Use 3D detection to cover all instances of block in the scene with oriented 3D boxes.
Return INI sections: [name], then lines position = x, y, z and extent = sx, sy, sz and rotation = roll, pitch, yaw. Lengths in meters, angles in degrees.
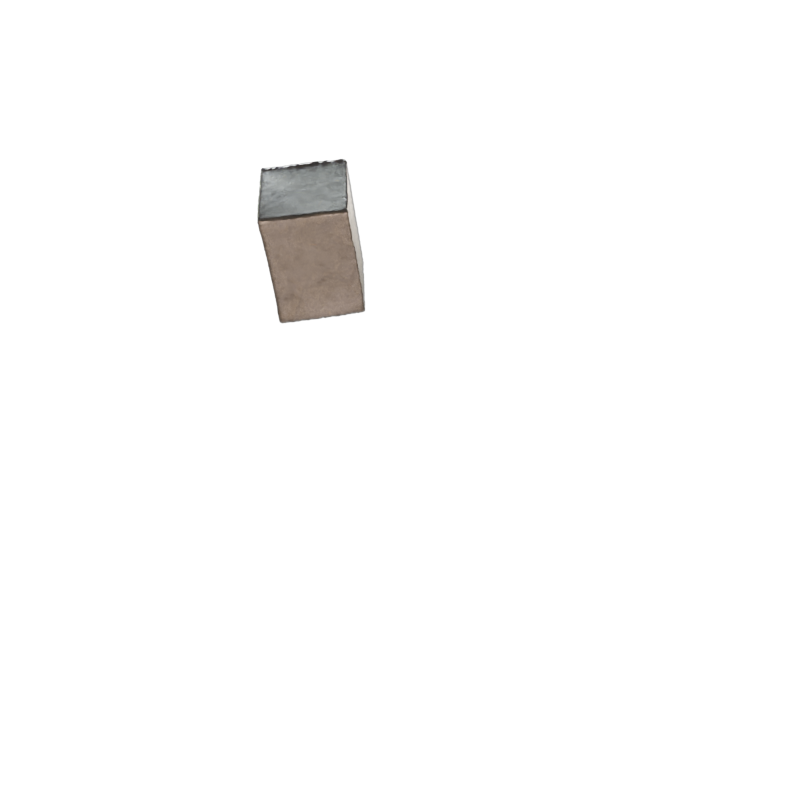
[block]
position = -0.051, -0.092, 0.647
extent = 0.053, 0.072, 0.055
rotation = -6, 41, 3
